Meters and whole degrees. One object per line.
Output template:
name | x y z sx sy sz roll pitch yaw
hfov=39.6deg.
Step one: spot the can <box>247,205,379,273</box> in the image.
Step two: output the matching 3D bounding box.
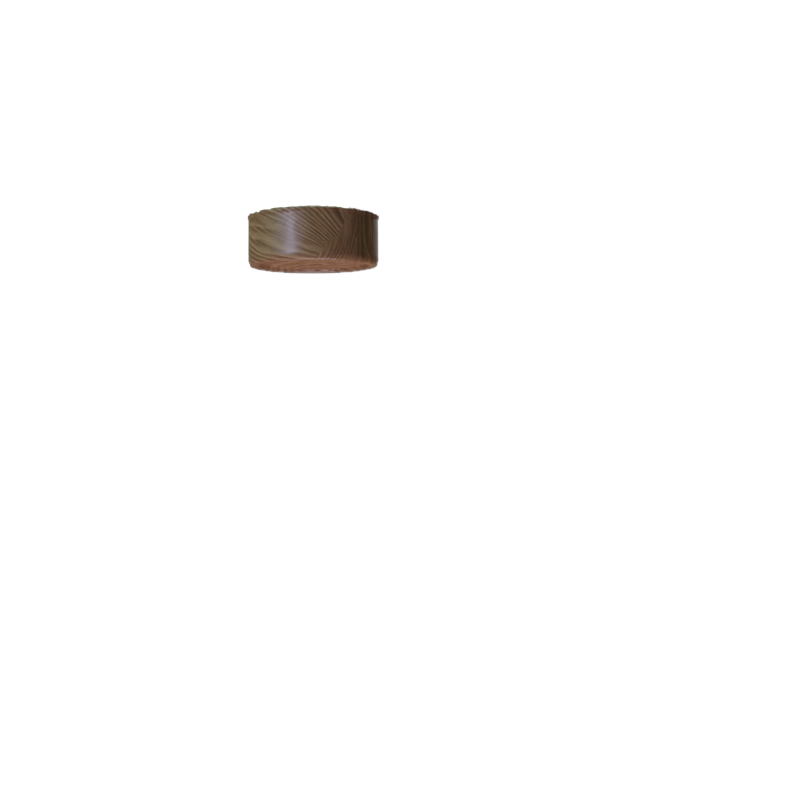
can | -0.056 -0.103 0.721 0.086 0.034 0.085 0 -1 -2
